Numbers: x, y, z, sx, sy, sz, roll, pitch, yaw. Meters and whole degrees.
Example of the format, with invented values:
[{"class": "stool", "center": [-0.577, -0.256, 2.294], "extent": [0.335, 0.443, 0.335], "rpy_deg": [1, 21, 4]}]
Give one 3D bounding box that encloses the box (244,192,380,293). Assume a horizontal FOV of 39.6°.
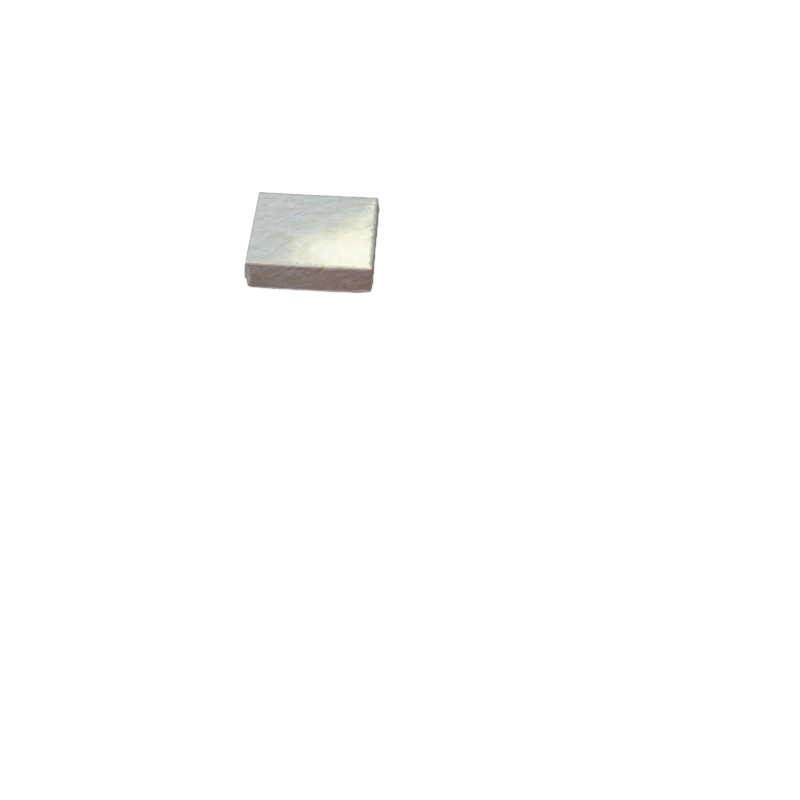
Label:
[{"class": "box", "center": [-0.077, -0.141, 0.990], "extent": [0.114, 0.096, 0.036], "rpy_deg": [4, -39, 3]}]
